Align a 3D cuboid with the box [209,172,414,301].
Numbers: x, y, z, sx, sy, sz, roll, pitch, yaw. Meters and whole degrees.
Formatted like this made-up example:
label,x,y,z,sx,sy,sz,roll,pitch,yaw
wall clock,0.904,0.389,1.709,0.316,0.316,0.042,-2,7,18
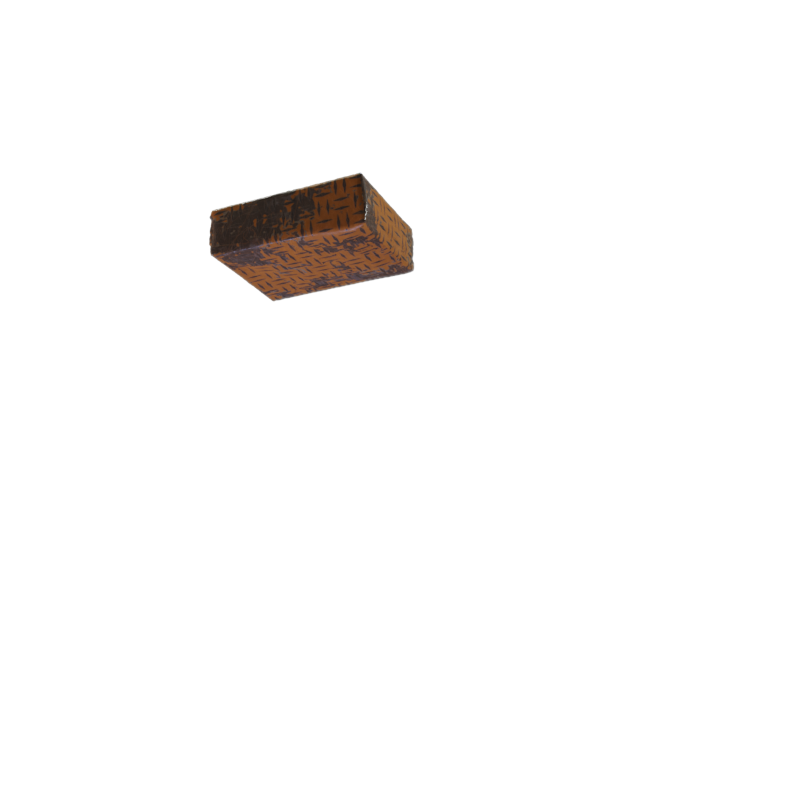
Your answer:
label,x,y,z,sx,sy,sz,roll,pitch,yaw
box,-0.058,-0.106,0.744,0.116,0.041,0.084,-8,-20,22
